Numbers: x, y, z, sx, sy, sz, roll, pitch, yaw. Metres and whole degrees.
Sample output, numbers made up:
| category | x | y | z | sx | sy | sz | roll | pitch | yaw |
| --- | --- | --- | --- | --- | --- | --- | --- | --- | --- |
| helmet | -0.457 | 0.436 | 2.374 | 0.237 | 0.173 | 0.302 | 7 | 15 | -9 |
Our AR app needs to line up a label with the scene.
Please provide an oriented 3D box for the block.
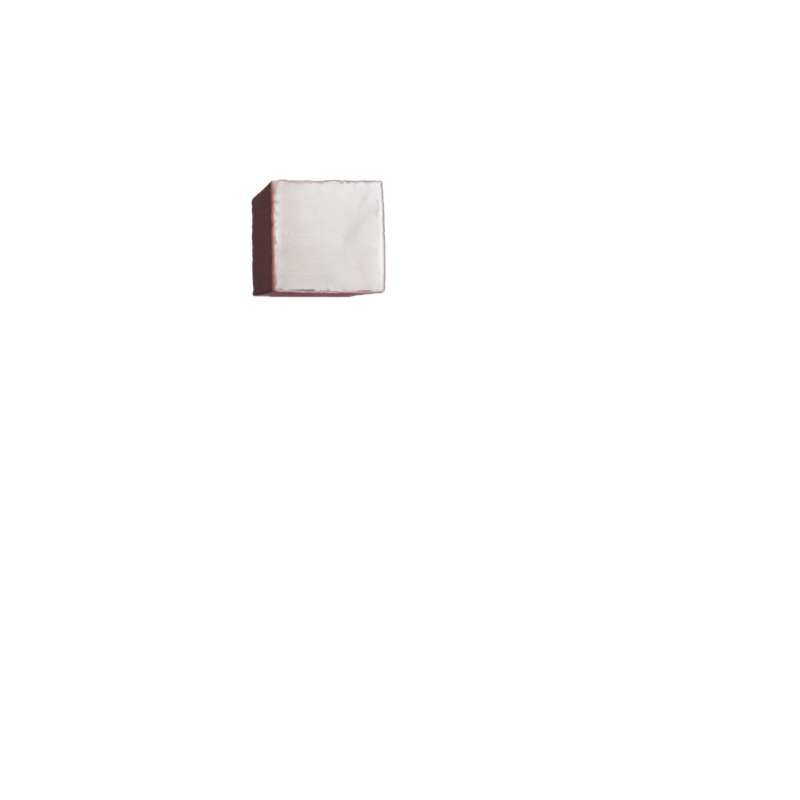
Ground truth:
| category | x | y | z | sx | sy | sz | roll | pitch | yaw |
| --- | --- | --- | --- | --- | --- | --- | --- | --- | --- |
| block | -0.041 | -0.075 | 0.529 | 0.052 | 0.051 | 0.079 | 0 | 2 | -14 |
